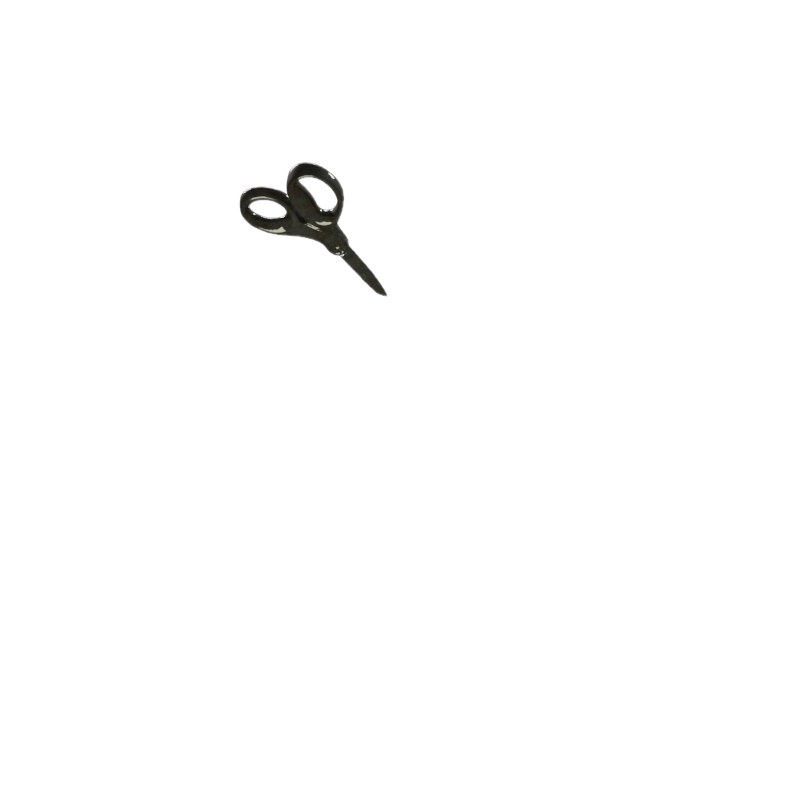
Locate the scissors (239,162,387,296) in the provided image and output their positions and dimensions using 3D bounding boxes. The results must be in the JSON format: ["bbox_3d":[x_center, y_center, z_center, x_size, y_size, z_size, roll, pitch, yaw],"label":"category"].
[{"bbox_3d":[-0.075,-0.137,0.962,0.097,0.017,0.187,-5,-30,9],"label":"scissors"}]
